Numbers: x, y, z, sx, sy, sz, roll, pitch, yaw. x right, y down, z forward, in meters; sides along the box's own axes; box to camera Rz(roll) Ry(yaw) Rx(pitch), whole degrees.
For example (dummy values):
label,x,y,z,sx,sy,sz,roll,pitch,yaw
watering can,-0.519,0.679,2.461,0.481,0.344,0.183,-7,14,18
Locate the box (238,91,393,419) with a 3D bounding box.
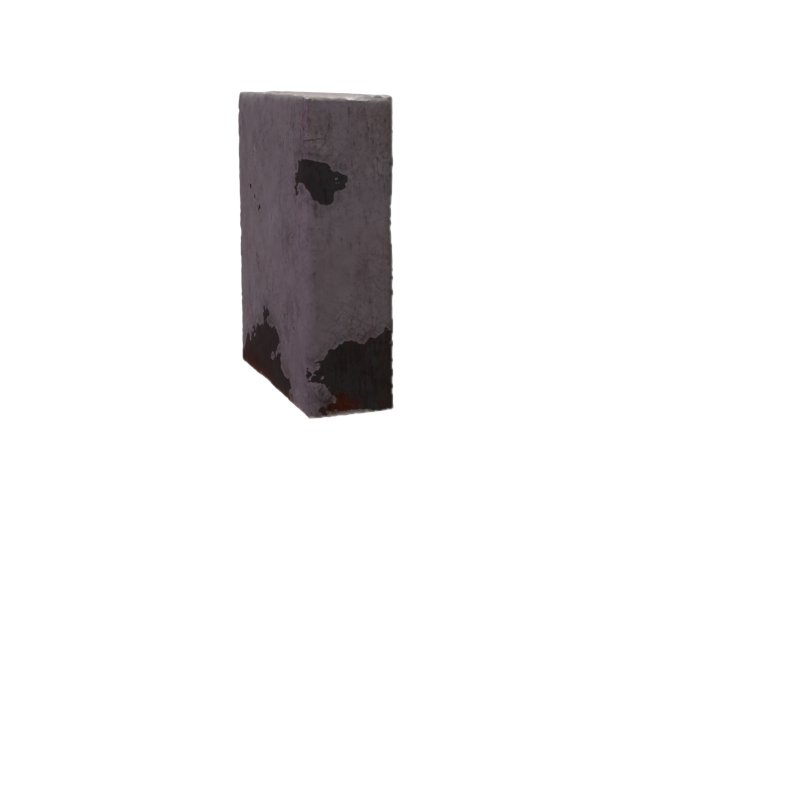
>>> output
label,x,y,z,sx,sy,sz,roll,pitch,yaw
box,-0.062,-0.114,0.798,0.070,0.209,0.172,-3,12,-22
